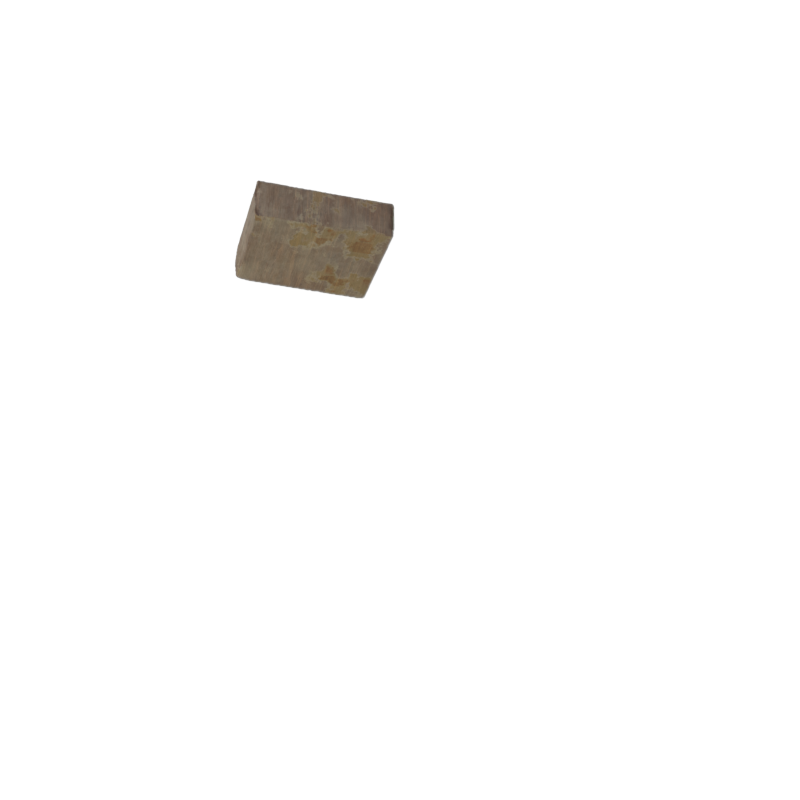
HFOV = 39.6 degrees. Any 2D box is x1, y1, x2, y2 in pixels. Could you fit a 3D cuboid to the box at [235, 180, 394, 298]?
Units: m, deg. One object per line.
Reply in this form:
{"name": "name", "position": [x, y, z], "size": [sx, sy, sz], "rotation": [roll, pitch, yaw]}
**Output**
{"name": "box", "position": [-0.069, -0.127, 0.887], "size": [0.111, 0.042, 0.086], "rotation": [8, -33, -12]}
